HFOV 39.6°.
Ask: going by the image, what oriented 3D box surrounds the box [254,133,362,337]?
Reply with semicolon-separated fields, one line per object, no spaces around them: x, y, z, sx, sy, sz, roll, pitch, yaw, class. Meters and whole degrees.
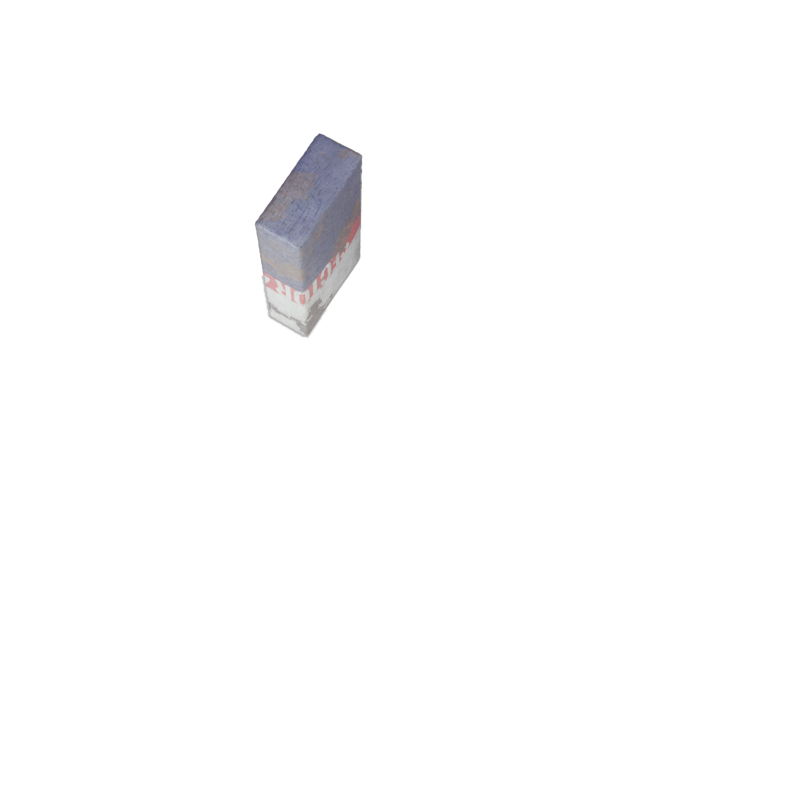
-0.069;-0.126;0.883;0.049;0.096;0.168;30;-18;5;box
